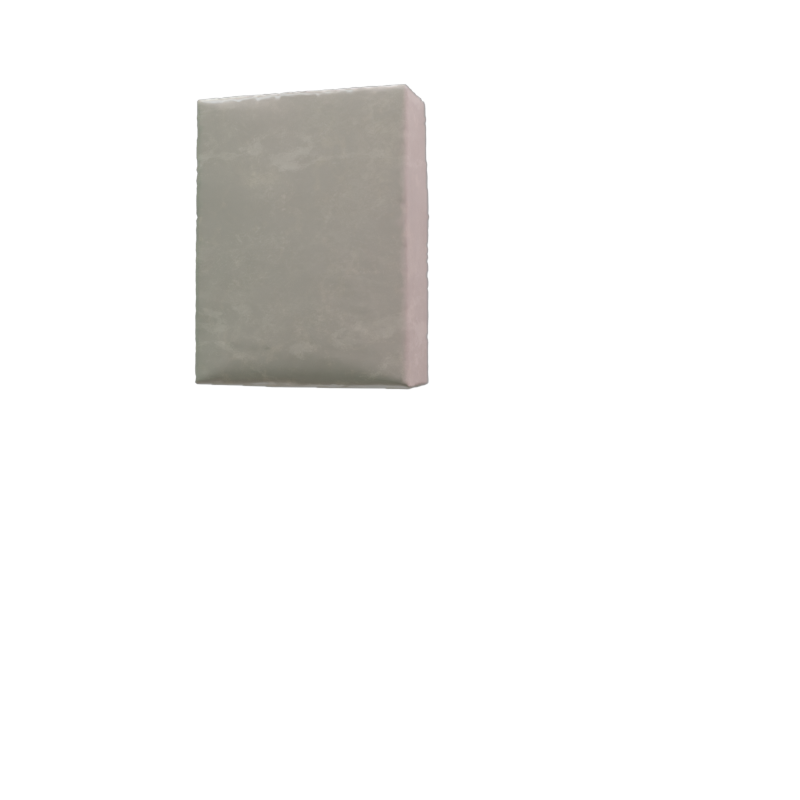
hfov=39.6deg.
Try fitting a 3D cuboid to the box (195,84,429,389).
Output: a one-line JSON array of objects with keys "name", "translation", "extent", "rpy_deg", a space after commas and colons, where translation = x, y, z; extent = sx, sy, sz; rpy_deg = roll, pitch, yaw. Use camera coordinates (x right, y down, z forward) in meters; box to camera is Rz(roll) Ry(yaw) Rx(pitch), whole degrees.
[{"name": "box", "translation": [-0.064, -0.117, 0.821], "extent": [0.168, 0.216, 0.070], "rpy_deg": [-1, -4, 17]}]
